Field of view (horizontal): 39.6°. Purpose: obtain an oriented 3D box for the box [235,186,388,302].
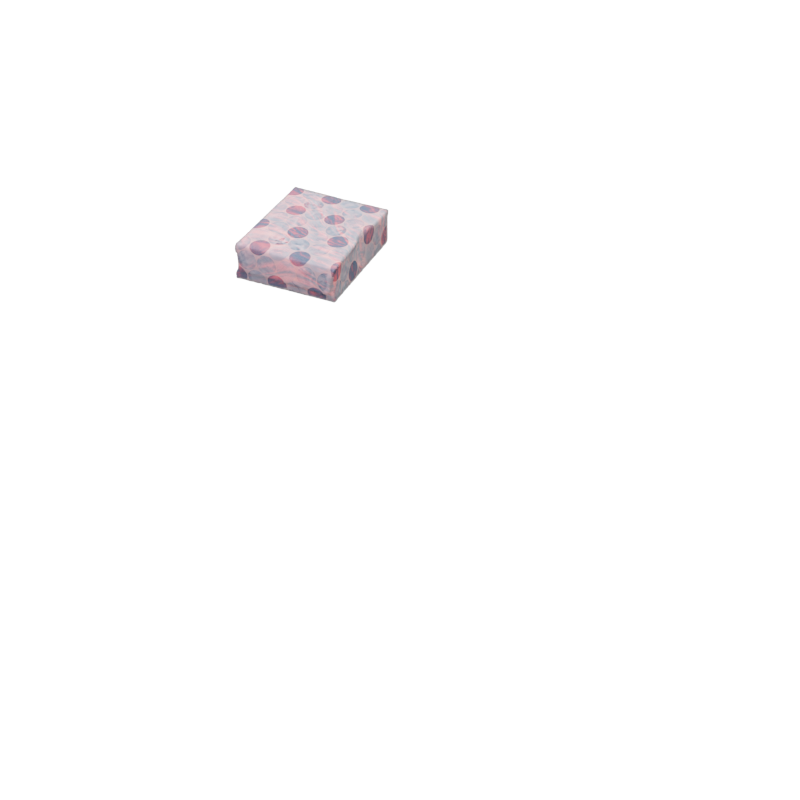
[{"bbox_3d":[-0.058,-0.106,0.745,0.076,0.028,0.092,15,39,19],"label":"box"}]
